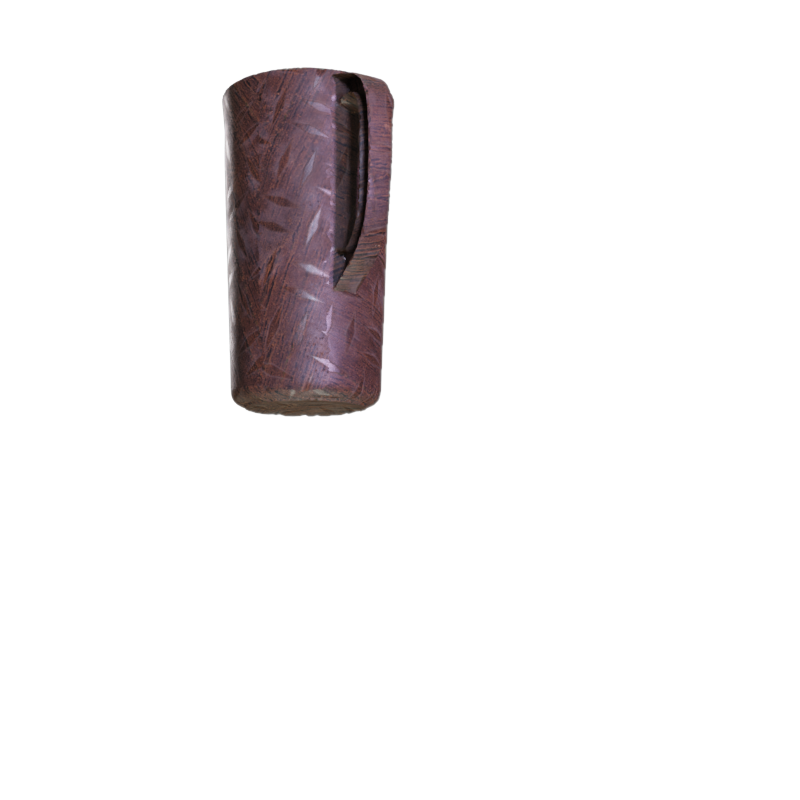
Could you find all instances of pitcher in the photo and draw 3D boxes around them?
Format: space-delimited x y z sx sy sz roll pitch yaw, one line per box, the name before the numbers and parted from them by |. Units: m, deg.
pitcher | -0.064 -0.117 0.816 0.147 0.252 0.142 -4 -14 12
